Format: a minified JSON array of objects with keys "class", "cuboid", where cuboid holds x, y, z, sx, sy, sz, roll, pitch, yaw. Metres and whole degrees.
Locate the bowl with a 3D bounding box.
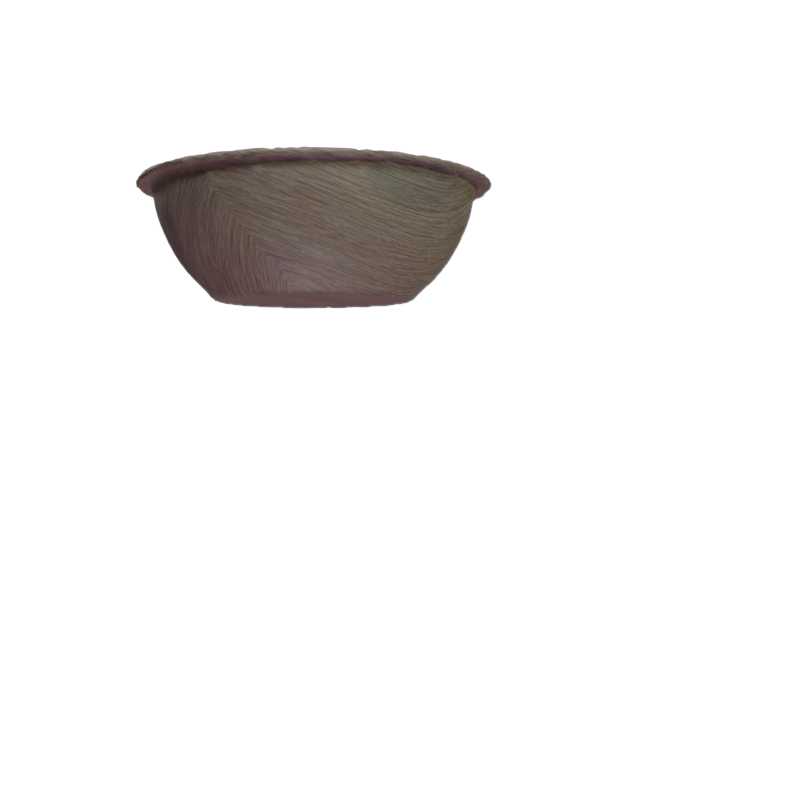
[{"class":"bowl","cuboid":[-0.040,-0.072,0.507,0.162,0.056,0.161,0,0,-2]}]
